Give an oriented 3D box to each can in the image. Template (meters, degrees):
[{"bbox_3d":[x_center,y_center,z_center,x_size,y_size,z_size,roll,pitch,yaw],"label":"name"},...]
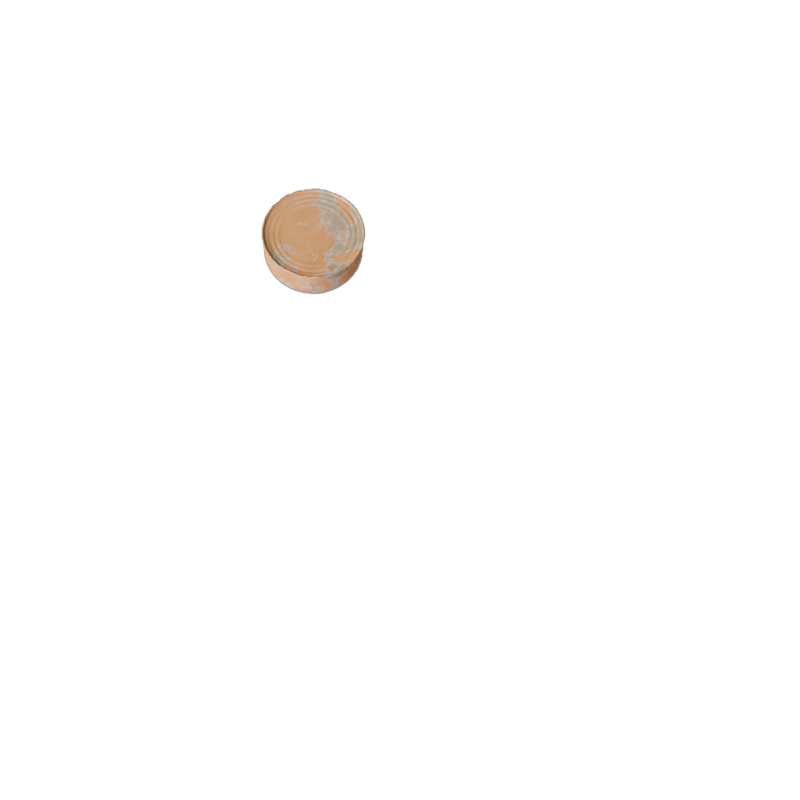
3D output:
[{"bbox_3d":[-0.073,-0.133,0.930,0.086,0.091,0.032,-1,-28,-1],"label":"can"}]
